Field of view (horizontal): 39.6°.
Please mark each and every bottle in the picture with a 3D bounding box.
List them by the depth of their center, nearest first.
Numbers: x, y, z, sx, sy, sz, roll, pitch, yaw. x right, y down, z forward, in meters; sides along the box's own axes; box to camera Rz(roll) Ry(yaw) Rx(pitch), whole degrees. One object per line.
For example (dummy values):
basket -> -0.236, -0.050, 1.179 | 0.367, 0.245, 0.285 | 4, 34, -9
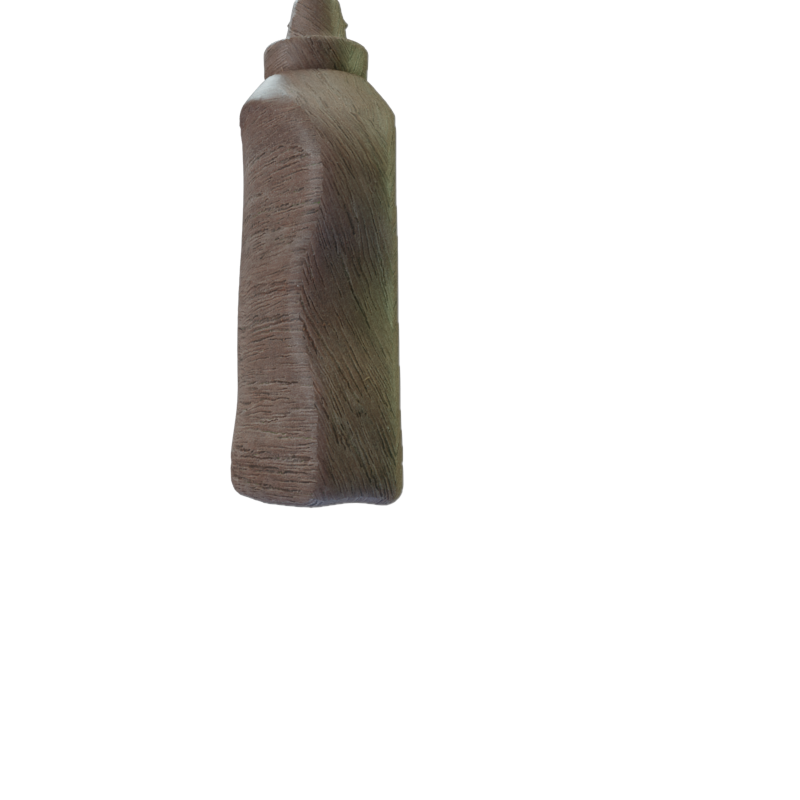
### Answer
bottle -> -0.033, -0.060, 0.423 | 0.057, 0.195, 0.097 | 2, -7, -20
